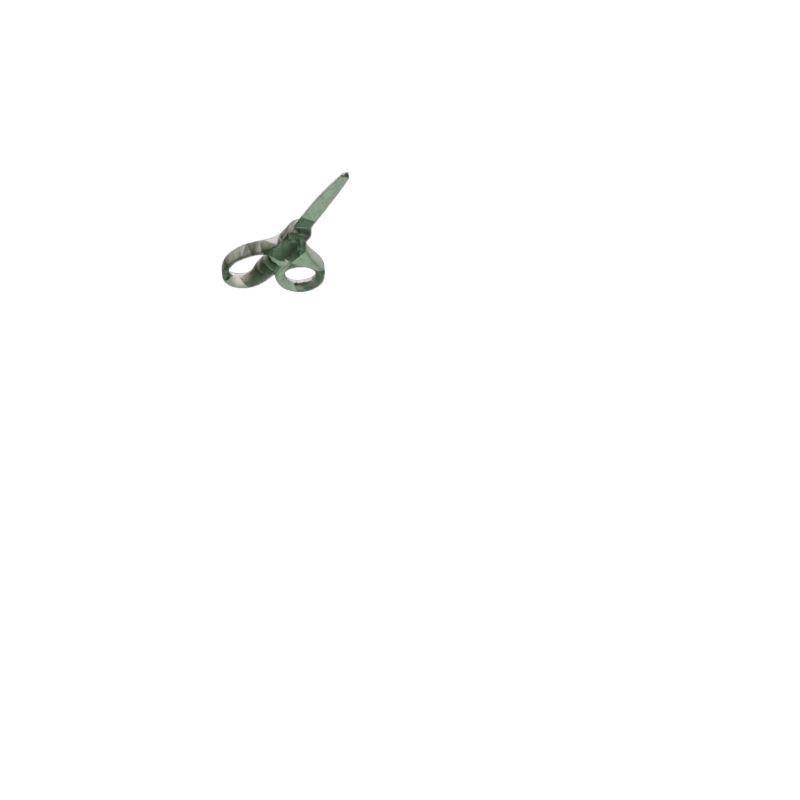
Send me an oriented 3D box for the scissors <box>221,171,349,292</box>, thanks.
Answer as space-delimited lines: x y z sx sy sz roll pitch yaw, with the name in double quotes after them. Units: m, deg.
-0.070 -0.129 0.900 0.091 0.017 0.202 16 -26 -37 "scissors"
